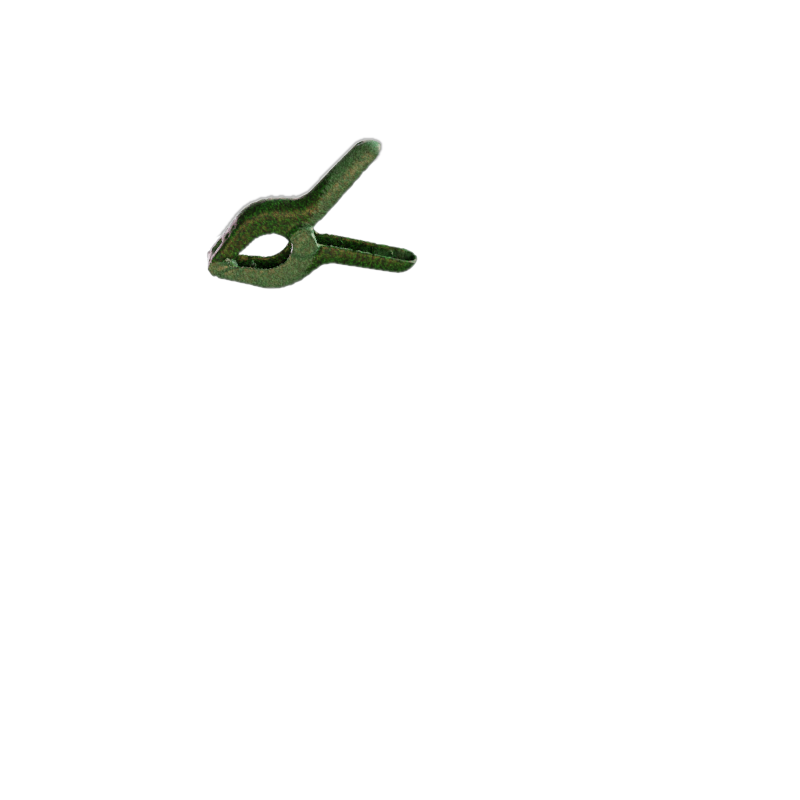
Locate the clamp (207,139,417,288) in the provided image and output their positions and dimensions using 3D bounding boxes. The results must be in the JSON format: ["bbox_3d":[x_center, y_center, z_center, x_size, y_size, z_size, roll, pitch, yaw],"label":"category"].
[{"bbox_3d":[-0.071,-0.130,0.912,0.172,0.114,0.041,-24,21,9],"label":"clamp"}]
